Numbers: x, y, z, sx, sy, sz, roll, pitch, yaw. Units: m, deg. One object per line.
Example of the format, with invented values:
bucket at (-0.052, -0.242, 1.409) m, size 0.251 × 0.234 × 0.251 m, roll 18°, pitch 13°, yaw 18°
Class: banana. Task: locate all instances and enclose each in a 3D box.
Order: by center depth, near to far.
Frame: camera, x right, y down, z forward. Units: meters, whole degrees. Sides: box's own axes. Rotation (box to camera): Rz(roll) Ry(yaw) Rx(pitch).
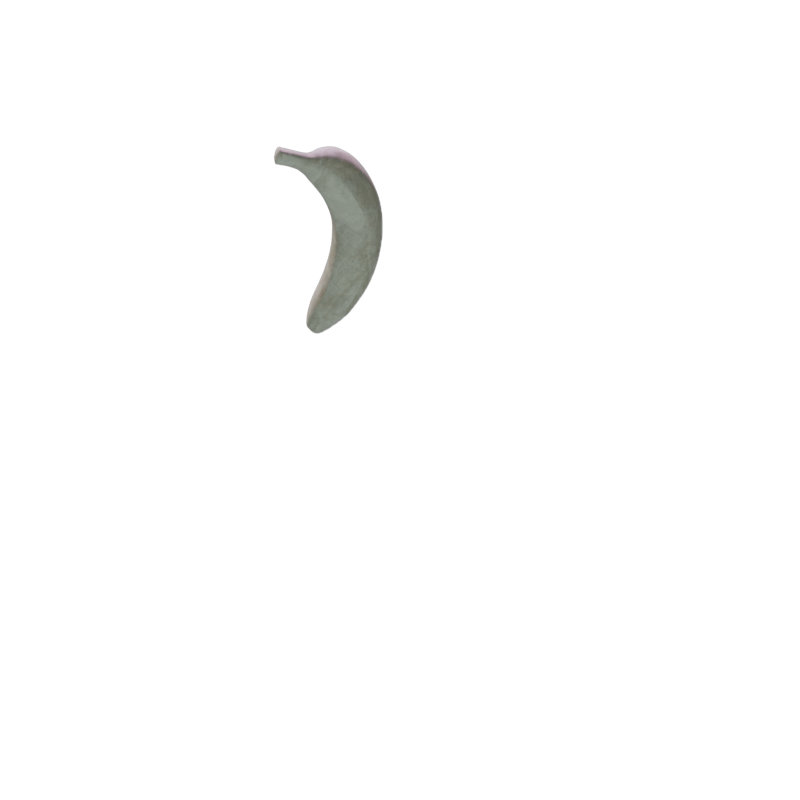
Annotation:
banana at (-0.047, -0.122, 0.826) m, size 0.070 × 0.039 × 0.183 m, roll -3°, pitch -41°, yaw 3°
